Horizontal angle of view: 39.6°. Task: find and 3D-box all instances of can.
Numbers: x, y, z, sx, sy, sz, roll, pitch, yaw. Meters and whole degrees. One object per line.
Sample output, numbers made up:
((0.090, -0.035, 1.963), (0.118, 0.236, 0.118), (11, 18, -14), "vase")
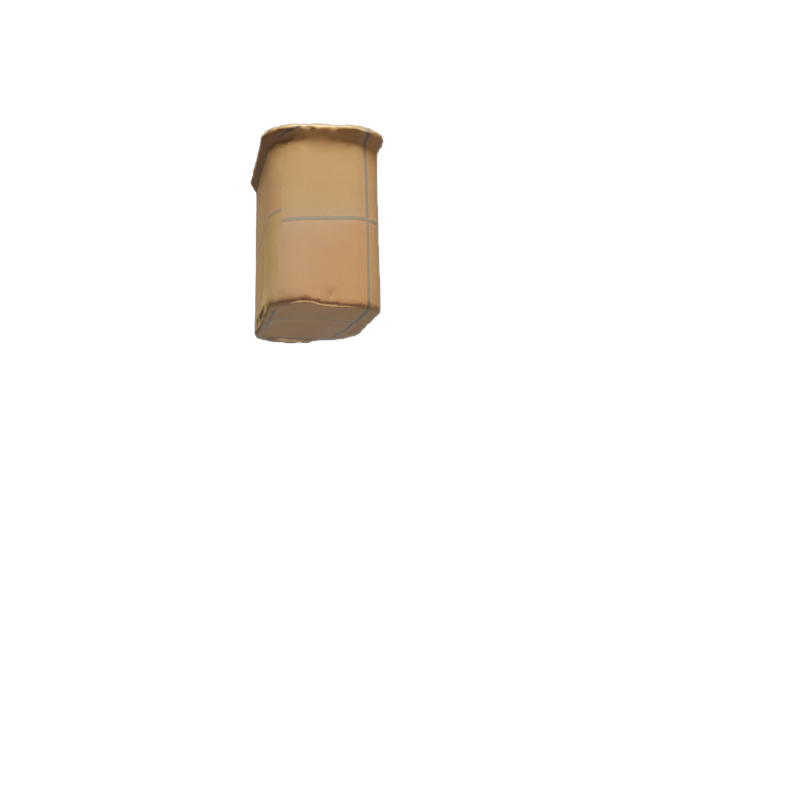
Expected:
((-0.042, -0.077, 0.536), (0.057, 0.086, 0.100), (2, -11, -11), "can")
